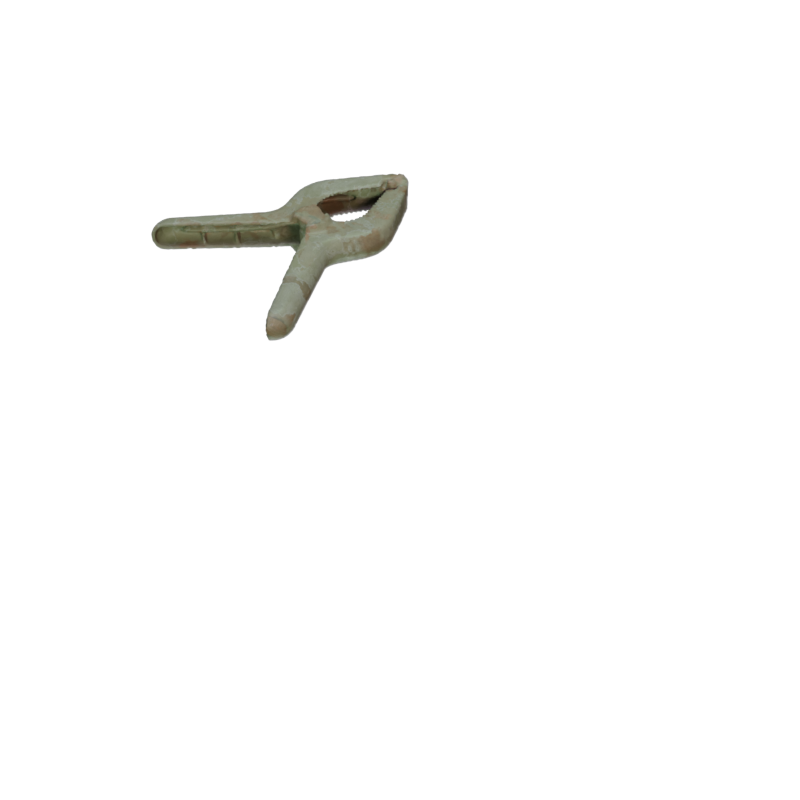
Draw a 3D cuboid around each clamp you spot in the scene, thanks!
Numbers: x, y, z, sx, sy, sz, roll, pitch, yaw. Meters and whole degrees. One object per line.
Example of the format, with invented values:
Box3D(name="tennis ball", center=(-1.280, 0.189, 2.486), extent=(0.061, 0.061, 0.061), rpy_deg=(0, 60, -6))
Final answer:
Box3D(name="clamp", center=(-0.068, -0.125, 0.874), extent=(0.208, 0.034, 0.178), rpy_deg=(-24, 46, -25))
